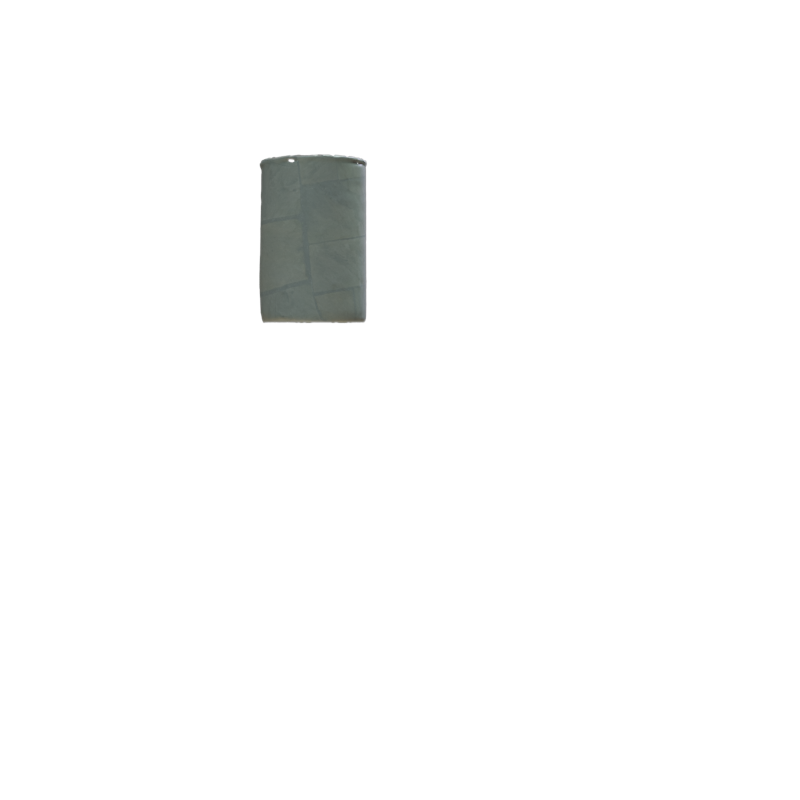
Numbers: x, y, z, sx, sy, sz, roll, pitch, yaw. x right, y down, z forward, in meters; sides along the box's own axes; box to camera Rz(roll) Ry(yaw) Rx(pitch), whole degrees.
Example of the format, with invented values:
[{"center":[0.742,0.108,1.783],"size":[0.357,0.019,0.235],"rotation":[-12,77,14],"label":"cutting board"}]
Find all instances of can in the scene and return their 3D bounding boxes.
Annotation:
[{"center":[-0.055,-0.100,0.699],"size":[0.068,0.103,0.068],"rotation":[0,-2,-2],"label":"can"}]
